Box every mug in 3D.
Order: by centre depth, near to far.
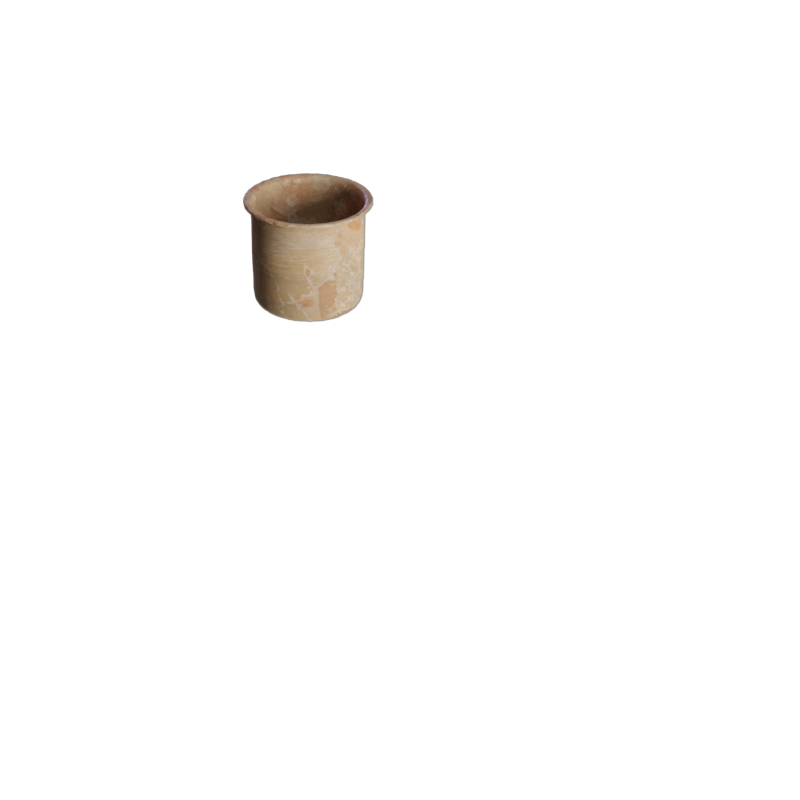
[{"bbox_3d":[-0.064,-0.116,0.816,0.095,0.077,0.122,8,32,12],"label":"mug"}]
